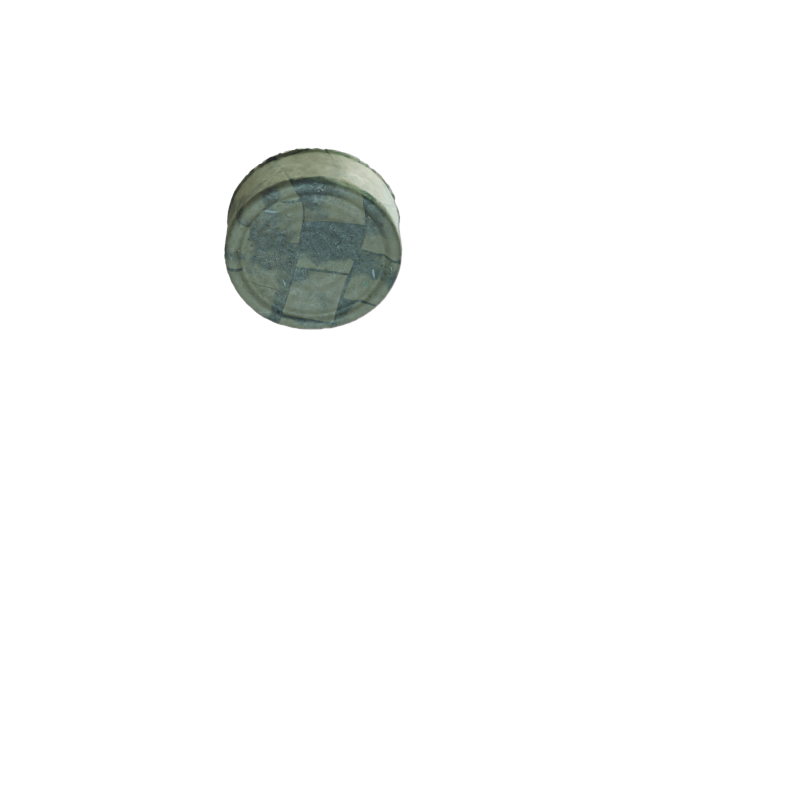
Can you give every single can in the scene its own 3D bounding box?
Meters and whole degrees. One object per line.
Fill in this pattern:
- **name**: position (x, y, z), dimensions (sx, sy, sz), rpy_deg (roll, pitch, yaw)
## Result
- **can**: position (-0.042, -0.076, 0.536), dimensions (0.086, 0.080, 0.036), rpy_deg (1, 34, -1)
